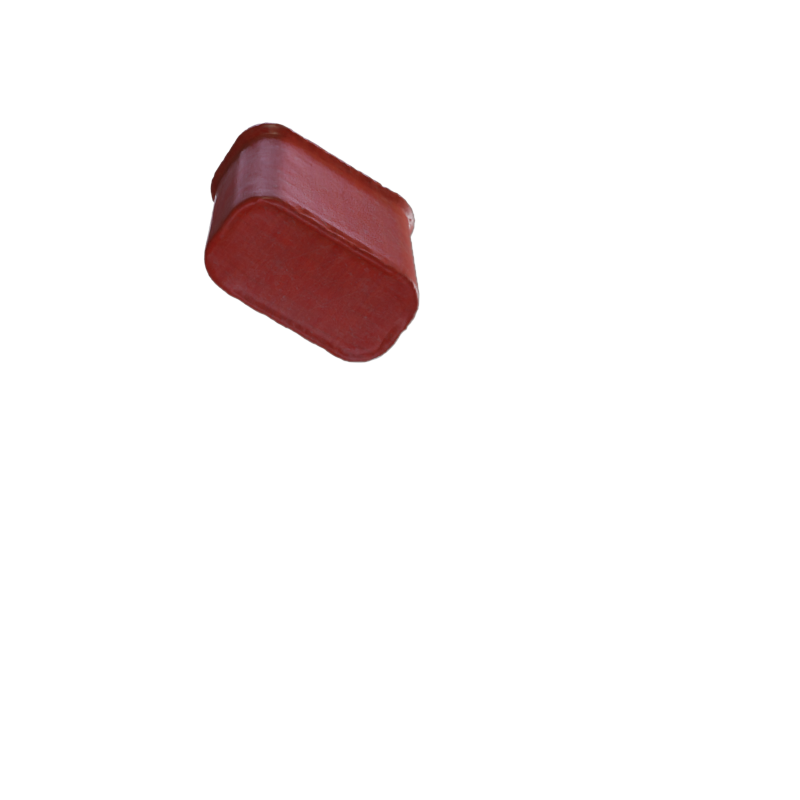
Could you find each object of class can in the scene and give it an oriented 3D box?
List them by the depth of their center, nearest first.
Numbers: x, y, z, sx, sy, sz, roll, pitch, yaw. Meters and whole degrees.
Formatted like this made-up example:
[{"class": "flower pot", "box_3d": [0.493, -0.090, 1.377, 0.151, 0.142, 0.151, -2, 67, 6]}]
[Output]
[{"class": "can", "box_3d": [-0.041, -0.074, 0.519, 0.098, 0.056, 0.089, 29, 26, -17]}]
